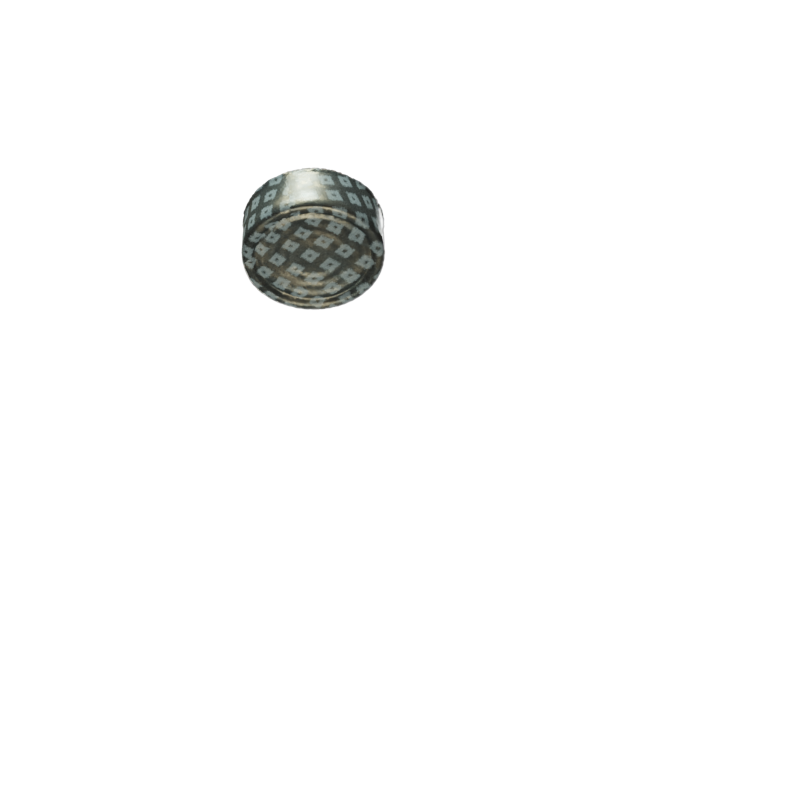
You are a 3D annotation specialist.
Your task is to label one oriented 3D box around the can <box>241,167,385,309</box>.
[{"bbox_3d":[-0.052,-0.094,0.660,0.086,0.080,0.036,1,45,-1],"label":"can"}]
